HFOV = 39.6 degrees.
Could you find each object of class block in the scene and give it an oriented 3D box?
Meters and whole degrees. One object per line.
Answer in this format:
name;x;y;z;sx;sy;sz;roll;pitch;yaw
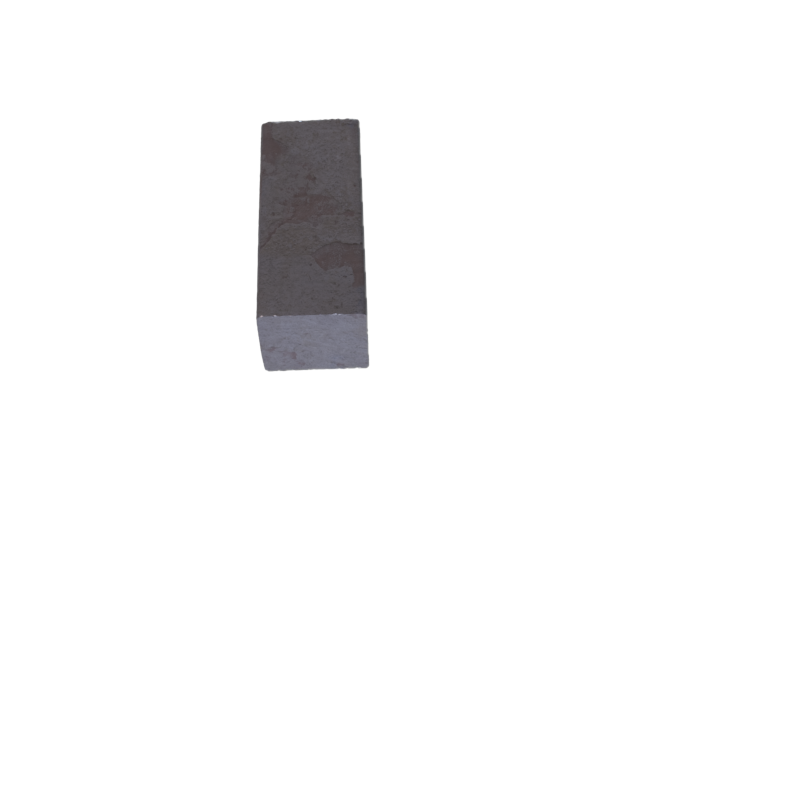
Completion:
block;-0.076;-0.138;0.966;0.091;0.220;0.084;-3;-33;0
